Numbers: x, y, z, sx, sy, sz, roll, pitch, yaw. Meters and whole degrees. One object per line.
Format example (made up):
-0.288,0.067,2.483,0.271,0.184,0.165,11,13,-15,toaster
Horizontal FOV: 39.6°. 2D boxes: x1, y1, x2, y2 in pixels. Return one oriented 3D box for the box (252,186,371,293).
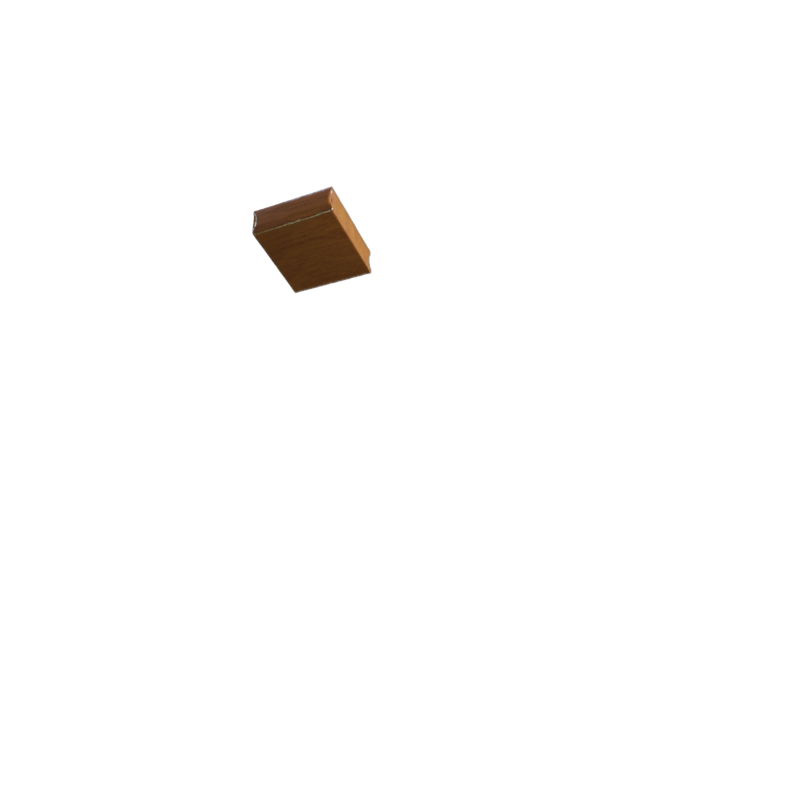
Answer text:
-0.073,-0.134,0.939,0.074,0.032,0.082,-15,-40,18,box
